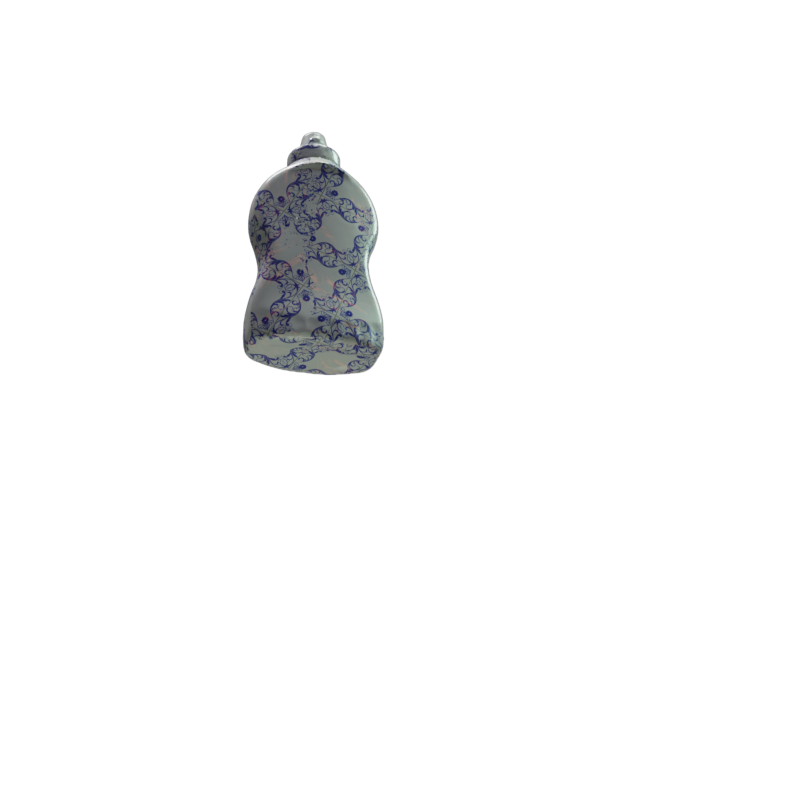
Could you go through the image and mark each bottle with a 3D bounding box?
[{"bbox_3d":[-0.063,-0.116,0.811,0.094,0.204,0.056,5,-32,-12],"label":"bottle"}]
